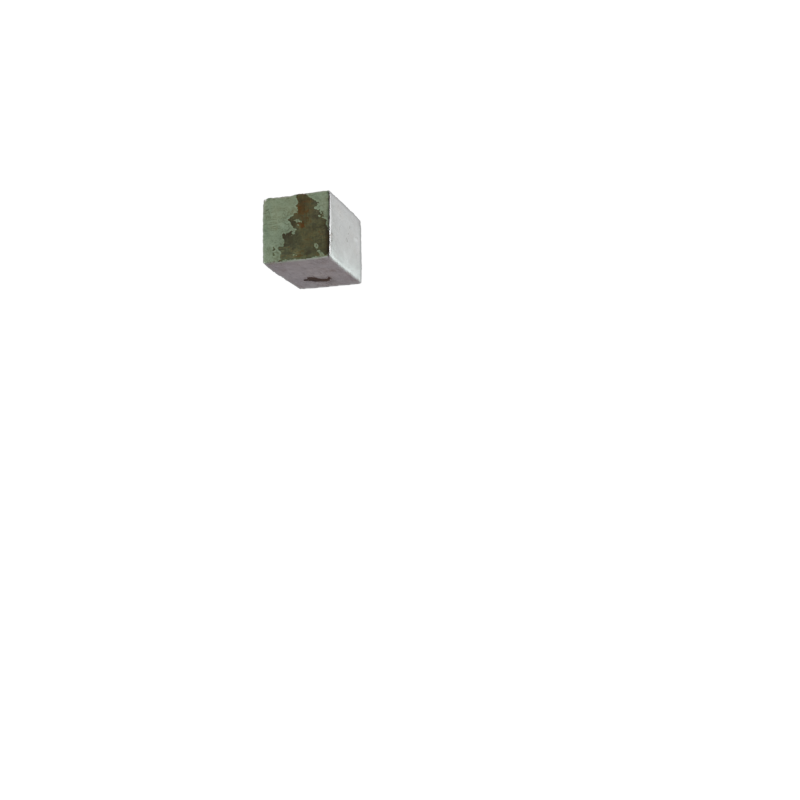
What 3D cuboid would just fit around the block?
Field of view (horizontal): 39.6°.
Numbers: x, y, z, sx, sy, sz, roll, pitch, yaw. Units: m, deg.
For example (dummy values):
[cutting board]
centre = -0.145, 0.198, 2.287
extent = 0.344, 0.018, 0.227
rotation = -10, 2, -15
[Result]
[block]
centre = -0.065, -0.118, 0.826
extent = 0.054, 0.053, 0.074
rotation = -5, -13, 16
